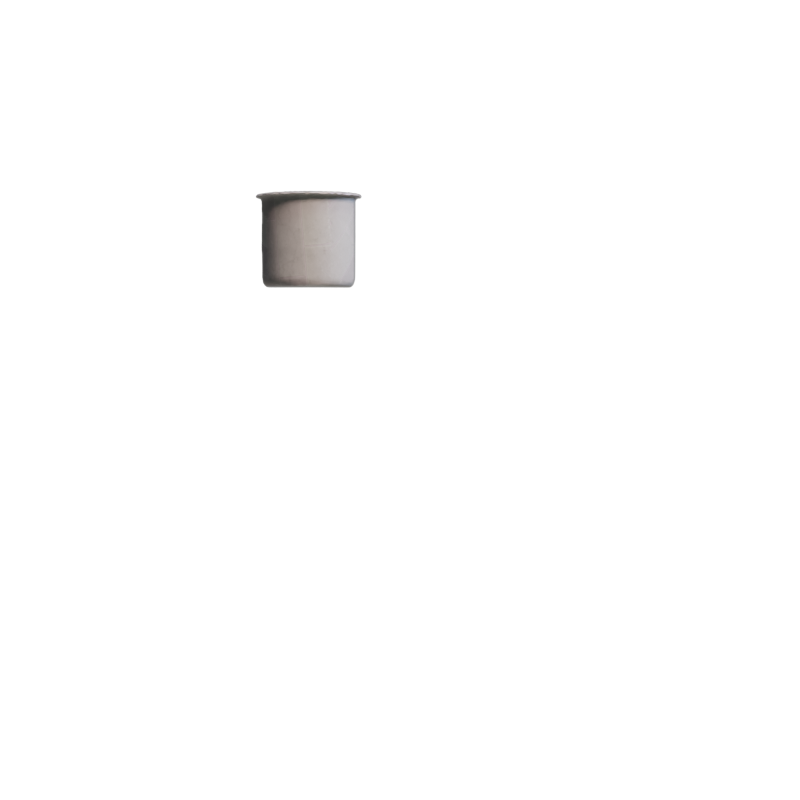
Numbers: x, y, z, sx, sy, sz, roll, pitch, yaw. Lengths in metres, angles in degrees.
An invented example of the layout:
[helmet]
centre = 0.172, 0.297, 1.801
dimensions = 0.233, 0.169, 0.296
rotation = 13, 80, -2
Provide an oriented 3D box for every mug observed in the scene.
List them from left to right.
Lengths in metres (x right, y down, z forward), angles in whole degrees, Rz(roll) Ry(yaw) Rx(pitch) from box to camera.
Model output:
[mug]
centre = -0.077, -0.140, 0.983
dimensions = 0.095, 0.081, 0.115
rotation = 1, 3, 17
